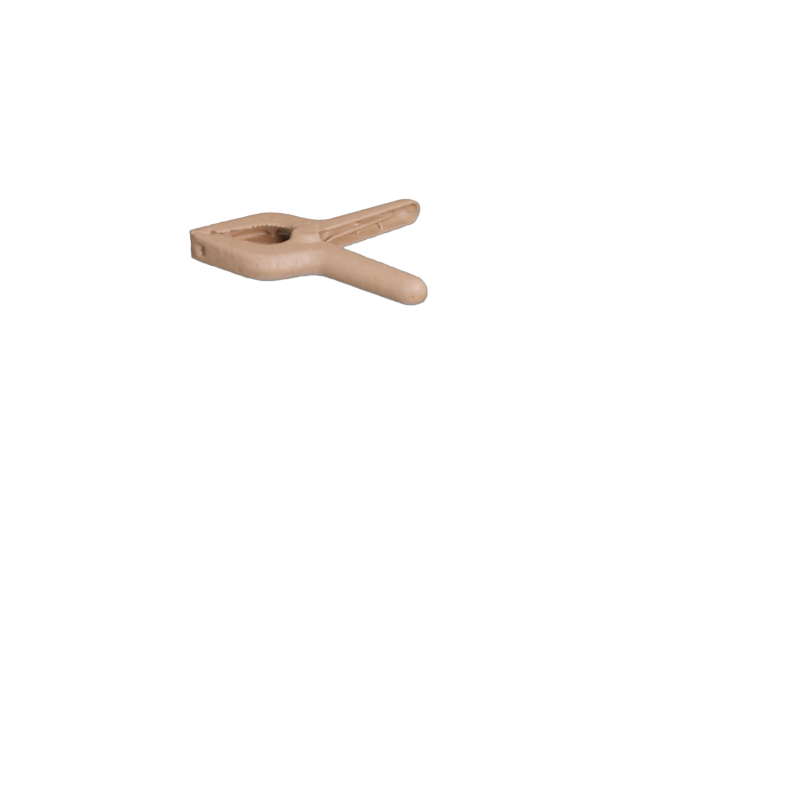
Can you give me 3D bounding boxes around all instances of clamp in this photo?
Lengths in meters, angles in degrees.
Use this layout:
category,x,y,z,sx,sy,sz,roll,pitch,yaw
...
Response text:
category,x,y,z,sx,sy,sz,roll,pitch,yaw
clamp,-0.076,-0.138,0.967,0.212,0.034,0.173,4,33,7
